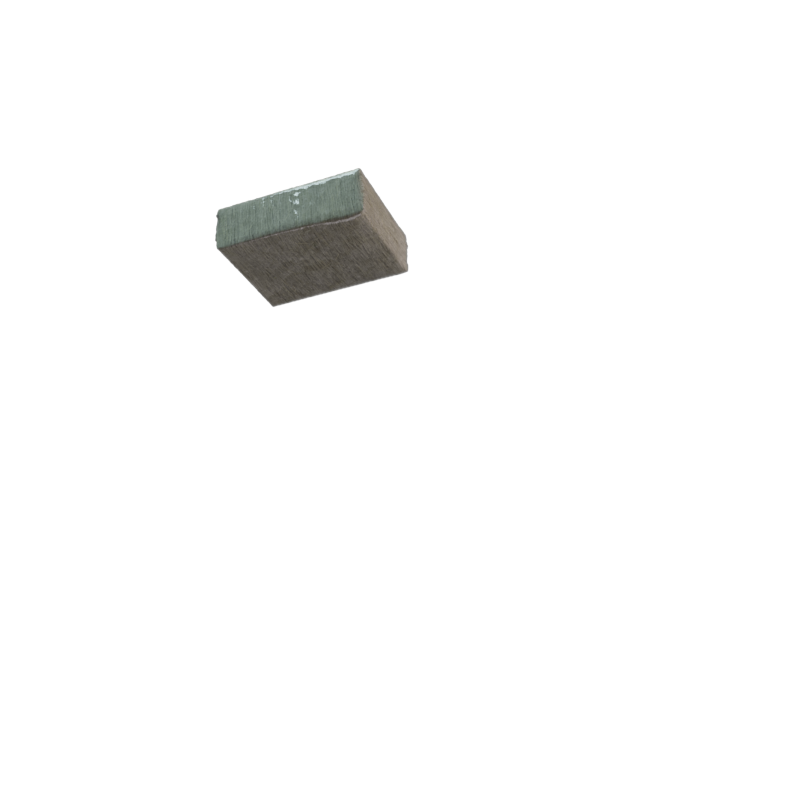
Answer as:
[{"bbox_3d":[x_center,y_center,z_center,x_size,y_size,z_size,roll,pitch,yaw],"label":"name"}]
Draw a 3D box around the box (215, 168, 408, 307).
[{"bbox_3d":[-0.062,-0.113,0.788,0.115,0.041,0.083,-11,-29,20],"label":"box"}]
